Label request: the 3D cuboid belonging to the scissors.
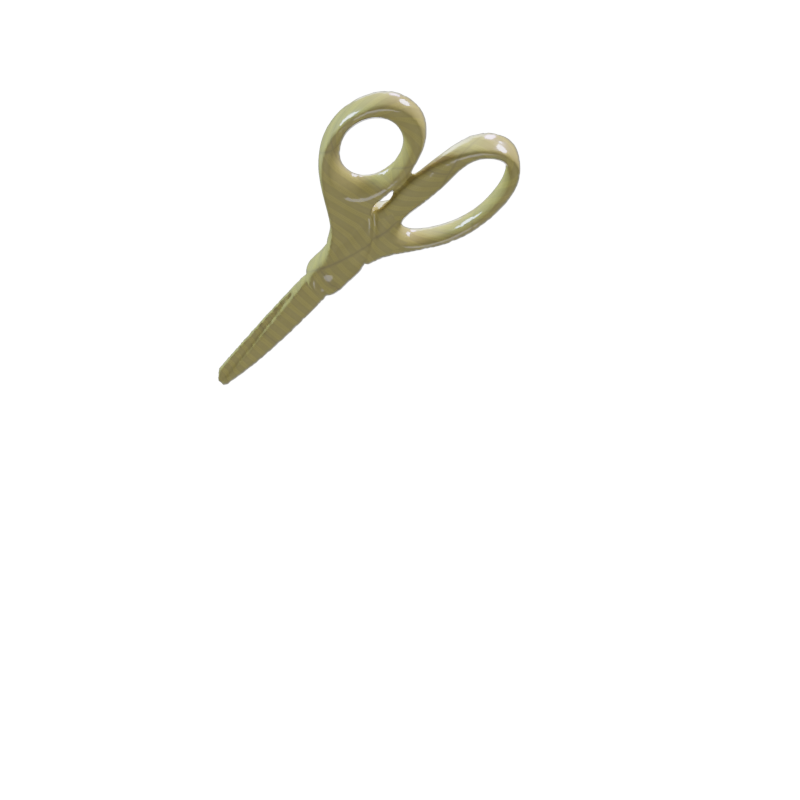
[{"bbox_3d":[-0.040,-0.073,0.514,0.201,0.017,0.090,-28,-50,26],"label":"scissors"}]
